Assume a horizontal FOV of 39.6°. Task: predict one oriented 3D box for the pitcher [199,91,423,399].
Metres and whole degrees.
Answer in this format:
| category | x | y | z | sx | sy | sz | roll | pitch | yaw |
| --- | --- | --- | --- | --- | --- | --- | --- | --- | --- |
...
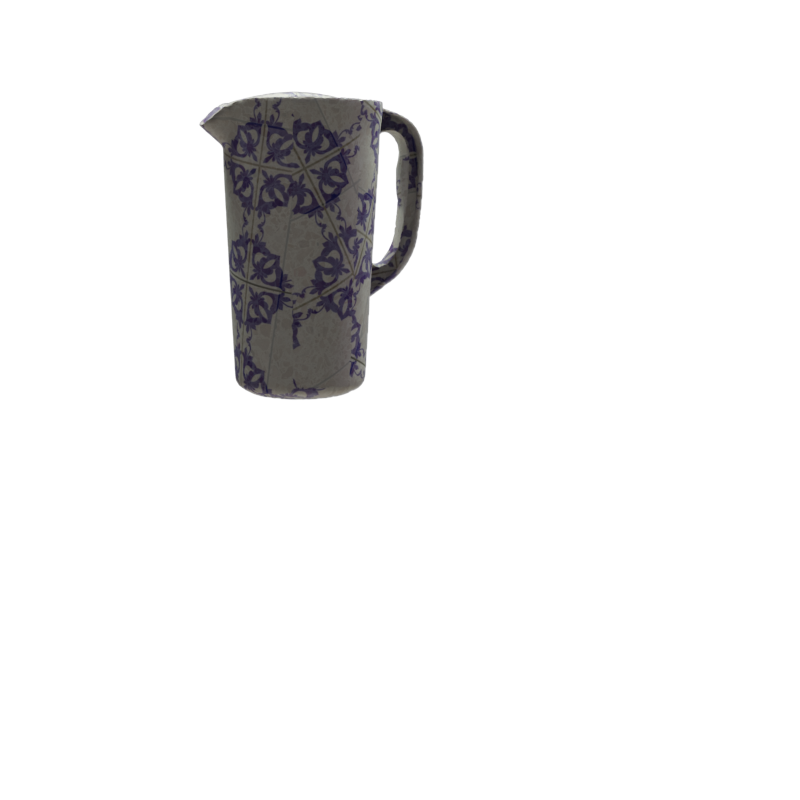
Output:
| category | x | y | z | sx | sy | sz | roll | pitch | yaw |
| --- | --- | --- | --- | --- | --- | --- | --- | --- | --- |
| pitcher | -0.071 | -0.130 | 0.912 | 0.154 | 0.240 | 0.143 | 3 | 7 | 23 |
